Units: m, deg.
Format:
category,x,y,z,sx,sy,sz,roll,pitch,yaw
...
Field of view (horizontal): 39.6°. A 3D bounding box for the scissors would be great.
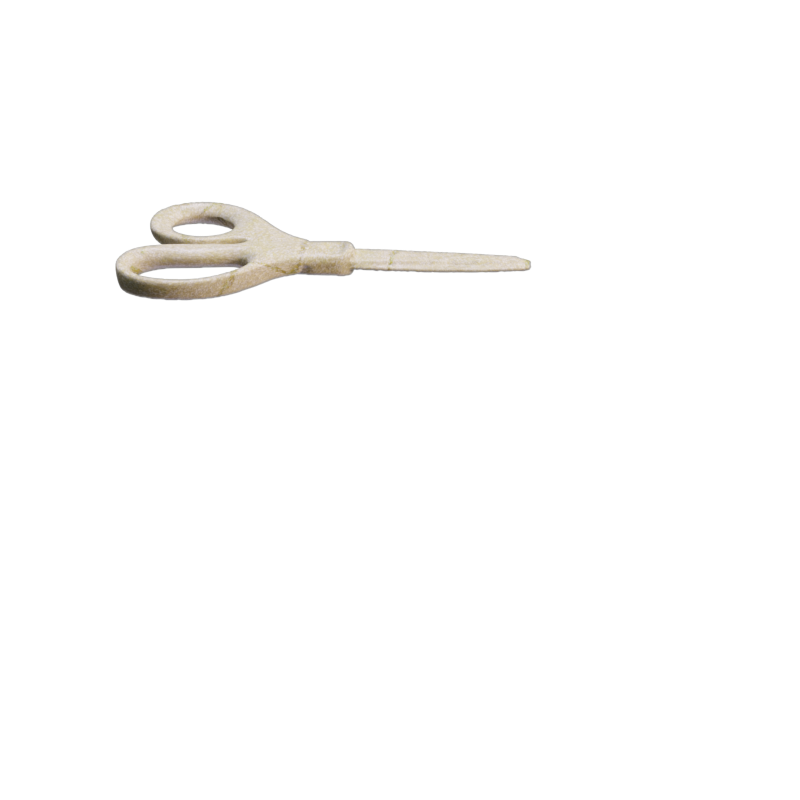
category,x,y,z,sx,sy,sz,roll,pitch,yaw
scissors,-0.045,-0.081,0.571,0.199,0.015,0.103,-7,35,-10
